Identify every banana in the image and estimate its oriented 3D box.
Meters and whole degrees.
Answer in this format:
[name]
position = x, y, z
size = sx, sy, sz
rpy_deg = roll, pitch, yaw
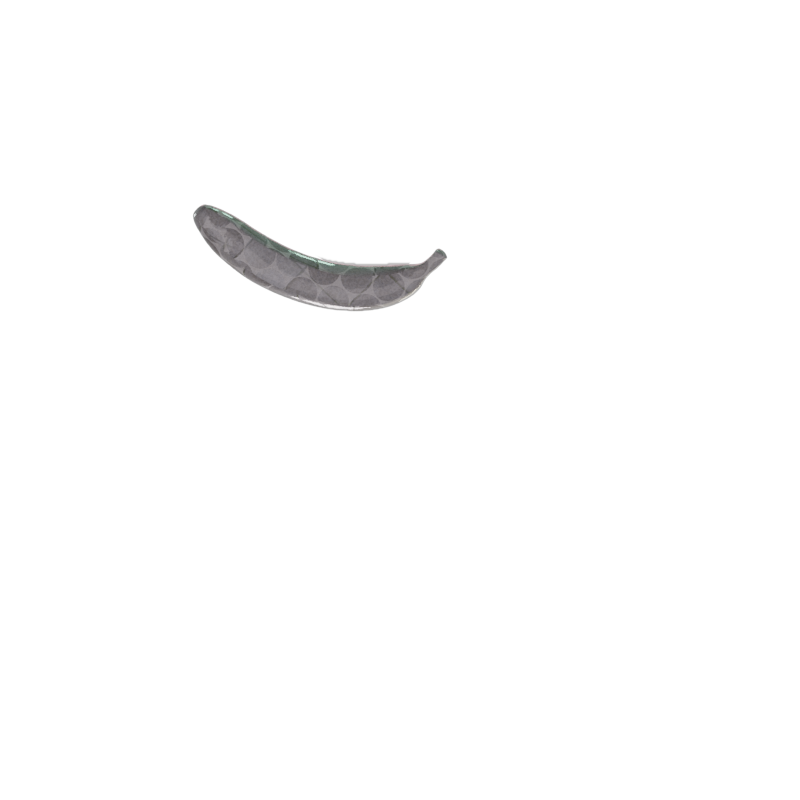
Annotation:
[banana]
position = -0.068, -0.107, 0.871
size = 0.196, 0.067, 0.038
rpy_deg = 9, 21, -4
